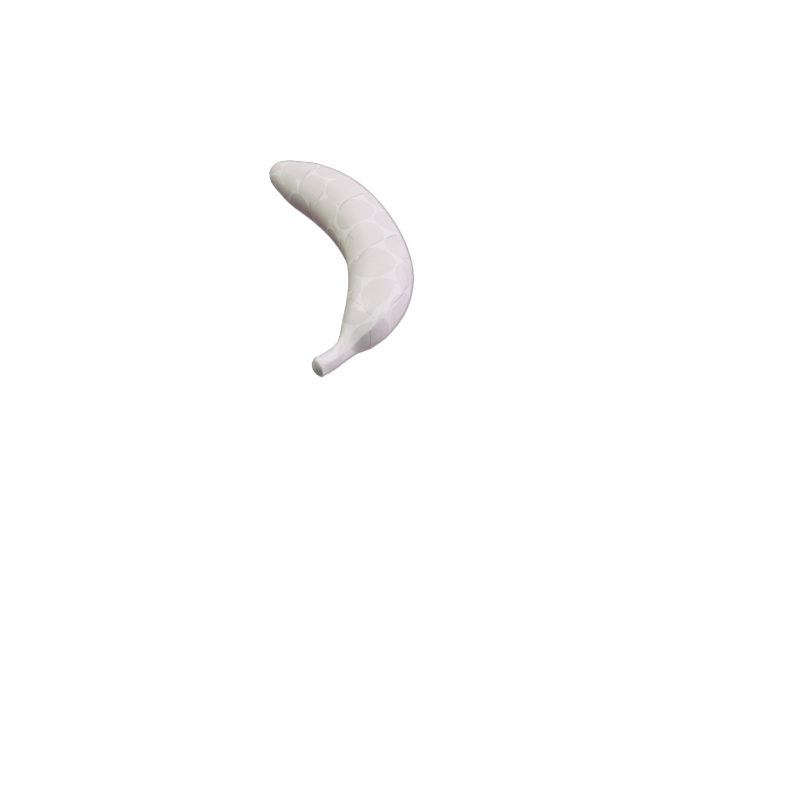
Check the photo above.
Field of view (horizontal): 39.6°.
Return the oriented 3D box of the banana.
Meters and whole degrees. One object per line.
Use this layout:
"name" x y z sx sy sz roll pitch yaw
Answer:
"banana" -0.033 -0.094 0.660 0.069 0.034 0.214 -7 41 -9
